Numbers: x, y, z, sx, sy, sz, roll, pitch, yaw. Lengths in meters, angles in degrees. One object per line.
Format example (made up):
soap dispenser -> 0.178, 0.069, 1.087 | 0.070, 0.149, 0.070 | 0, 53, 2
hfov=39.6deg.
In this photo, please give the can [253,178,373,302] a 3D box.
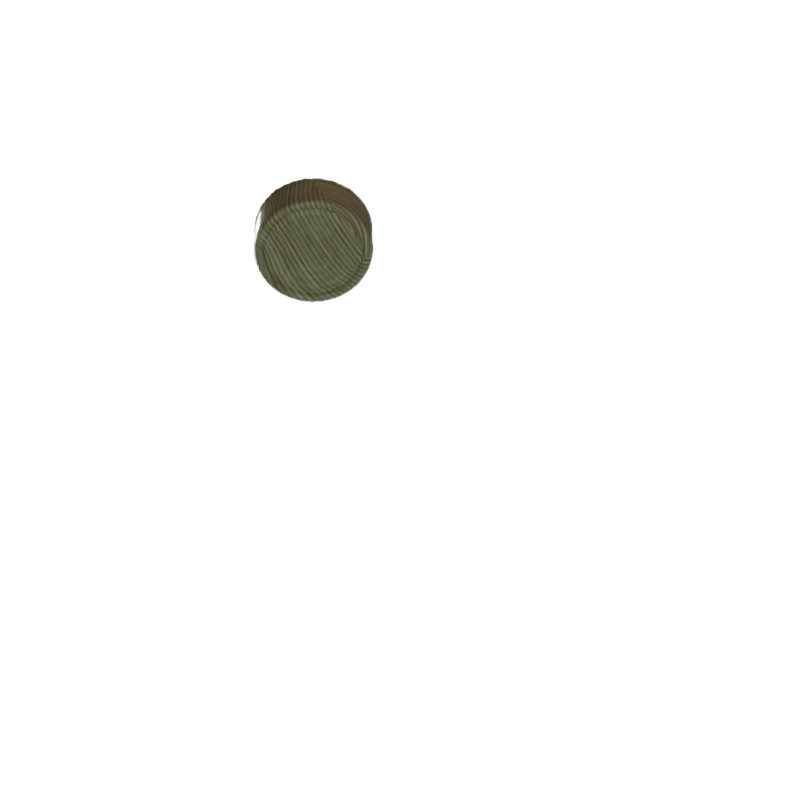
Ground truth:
can -> -0.062, -0.113, 0.793 | 0.086, 0.081, 0.036 | 1, 33, -1
